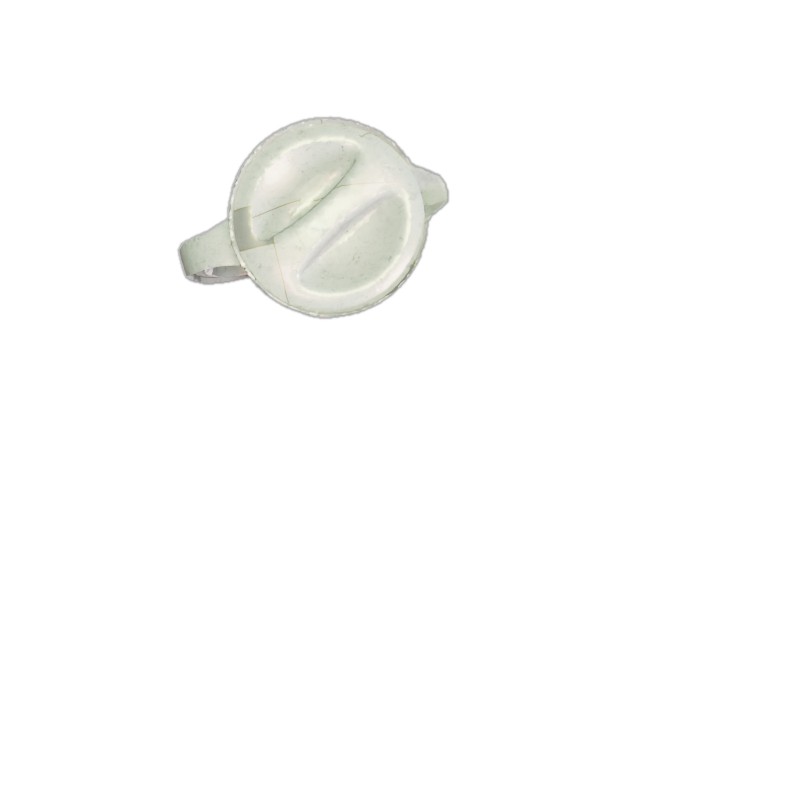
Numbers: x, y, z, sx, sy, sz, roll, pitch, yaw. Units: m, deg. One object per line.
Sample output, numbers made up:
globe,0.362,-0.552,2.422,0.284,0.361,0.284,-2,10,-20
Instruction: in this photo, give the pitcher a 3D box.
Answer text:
pitcher,-0.066,-0.121,0.844,0.150,0.146,0.241,28,-3,-2
